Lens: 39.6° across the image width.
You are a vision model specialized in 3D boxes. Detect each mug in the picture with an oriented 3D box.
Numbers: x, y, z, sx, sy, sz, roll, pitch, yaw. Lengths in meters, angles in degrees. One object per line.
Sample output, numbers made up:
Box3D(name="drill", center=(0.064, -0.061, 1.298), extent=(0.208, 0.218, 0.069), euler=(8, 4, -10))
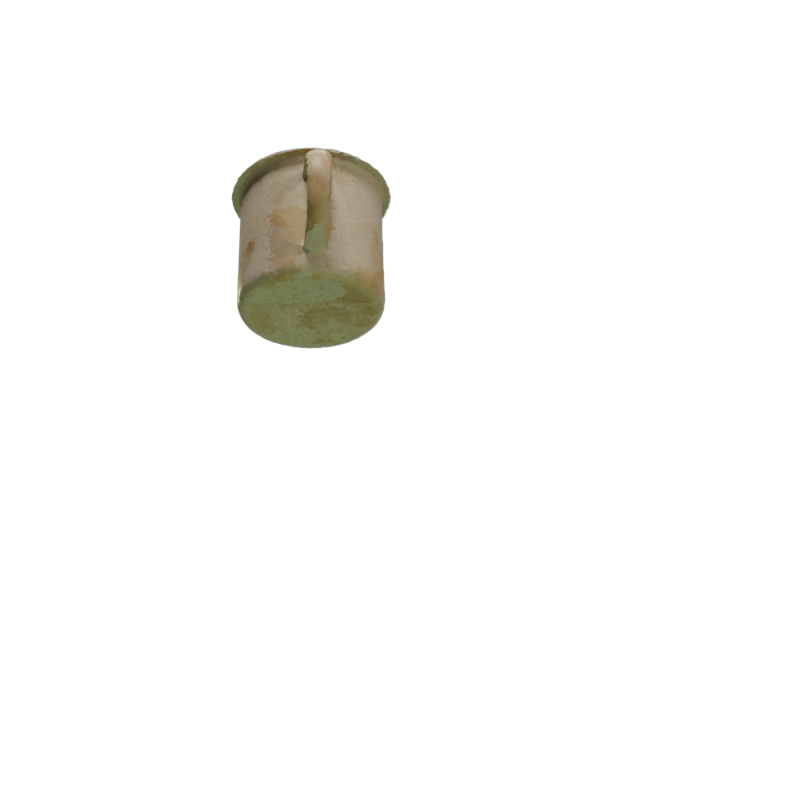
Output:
Box3D(name="mug", center=(-0.048, -0.088, 0.618), extent=(0.092, 0.087, 0.111), euler=(4, -32, -8))
